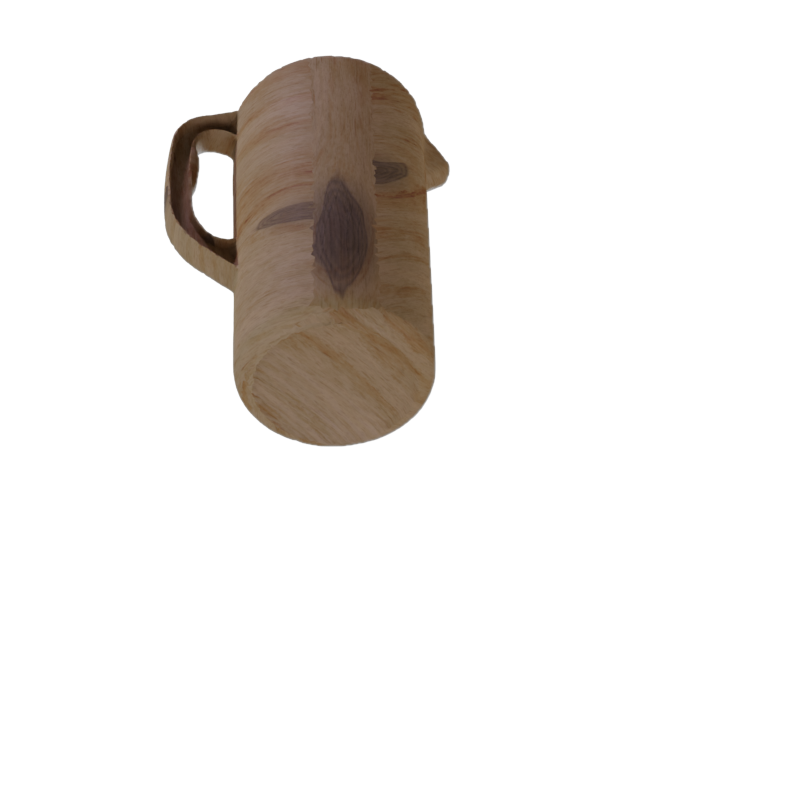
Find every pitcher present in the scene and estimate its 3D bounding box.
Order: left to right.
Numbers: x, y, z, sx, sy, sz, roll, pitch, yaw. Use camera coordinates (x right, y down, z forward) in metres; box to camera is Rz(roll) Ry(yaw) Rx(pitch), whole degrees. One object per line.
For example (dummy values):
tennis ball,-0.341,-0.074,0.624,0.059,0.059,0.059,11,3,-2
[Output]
pitcher,-0.053,-0.096,0.673,0.149,0.261,0.135,-25,-51,18
